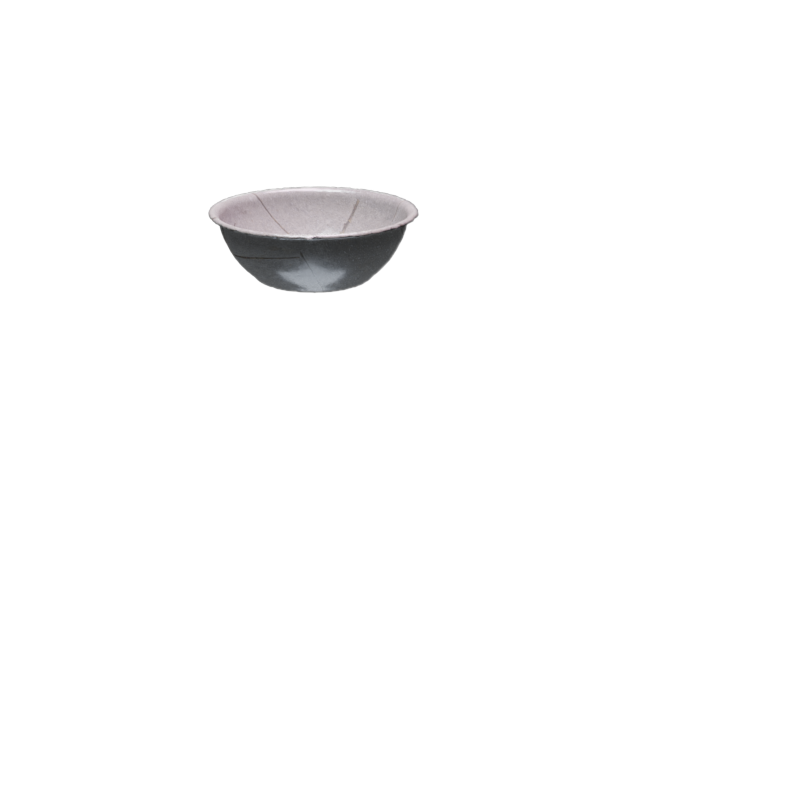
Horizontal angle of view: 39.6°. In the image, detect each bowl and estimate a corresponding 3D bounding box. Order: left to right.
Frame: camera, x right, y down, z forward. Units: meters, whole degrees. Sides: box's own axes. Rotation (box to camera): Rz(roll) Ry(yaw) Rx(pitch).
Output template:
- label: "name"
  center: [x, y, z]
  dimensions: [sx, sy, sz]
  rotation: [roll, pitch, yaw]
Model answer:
- label: "bowl"
  center: [-0.067, -0.123, 0.861]
  dimensions: [0.162, 0.053, 0.170]
  rotation: [-1, 23, -2]
